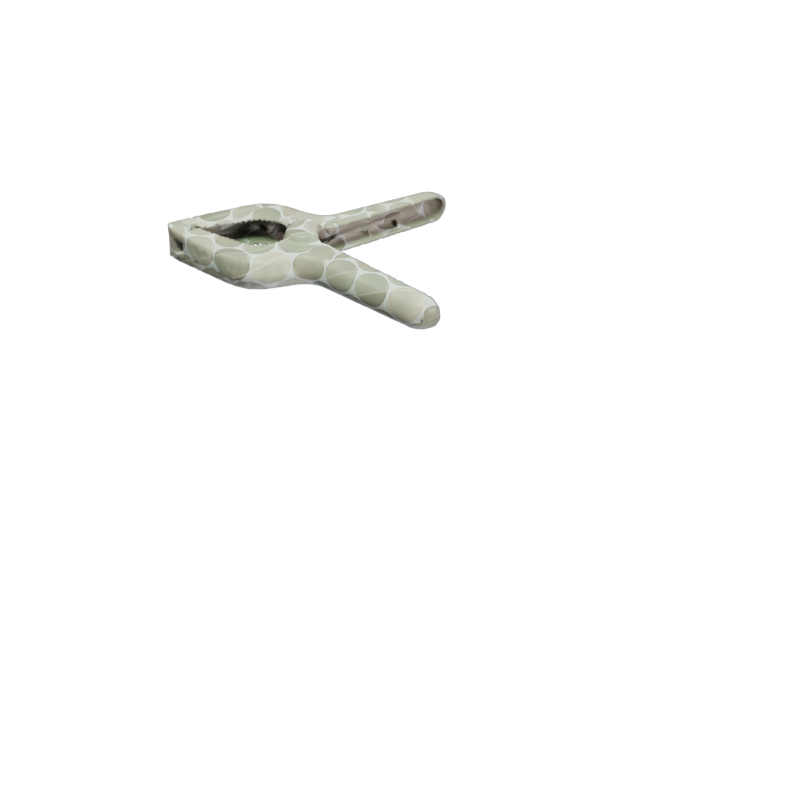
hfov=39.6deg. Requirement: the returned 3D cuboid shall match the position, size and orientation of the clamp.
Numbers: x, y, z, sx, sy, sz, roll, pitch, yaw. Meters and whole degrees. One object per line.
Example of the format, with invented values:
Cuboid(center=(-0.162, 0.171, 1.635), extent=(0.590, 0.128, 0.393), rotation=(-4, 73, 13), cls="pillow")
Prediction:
Cuboid(center=(-0.064, -0.117, 0.817), extent=(0.214, 0.034, 0.172), rotation=(8, 36, 10), cls="clamp")
